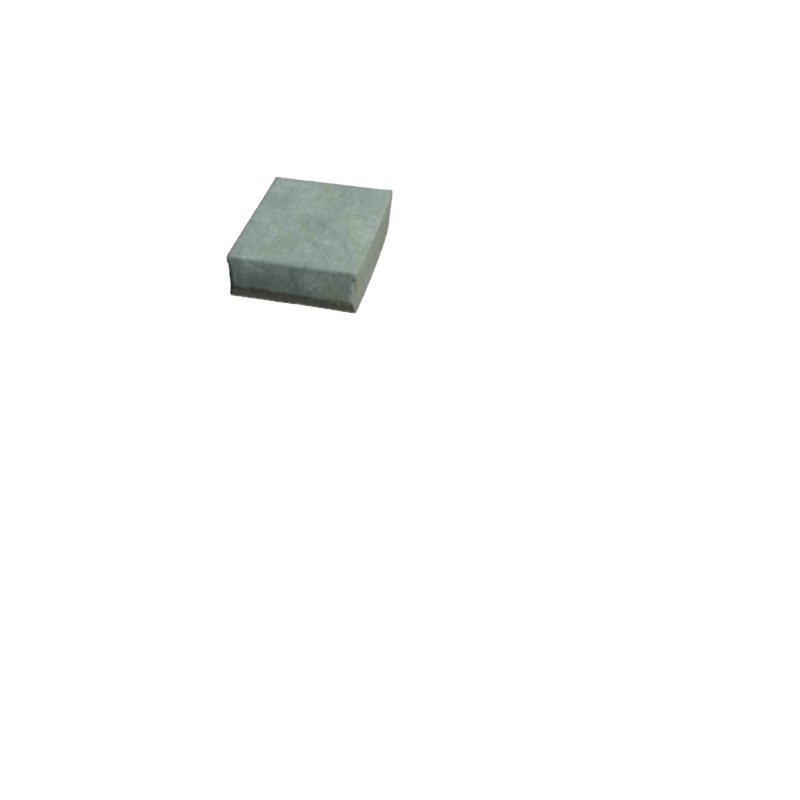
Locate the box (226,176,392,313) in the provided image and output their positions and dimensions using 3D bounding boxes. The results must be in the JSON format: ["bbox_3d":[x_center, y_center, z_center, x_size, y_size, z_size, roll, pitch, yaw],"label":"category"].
[{"bbox_3d":[-0.060,-0.110,0.771,0.092,0.036,0.119,8,37,10],"label":"box"}]
